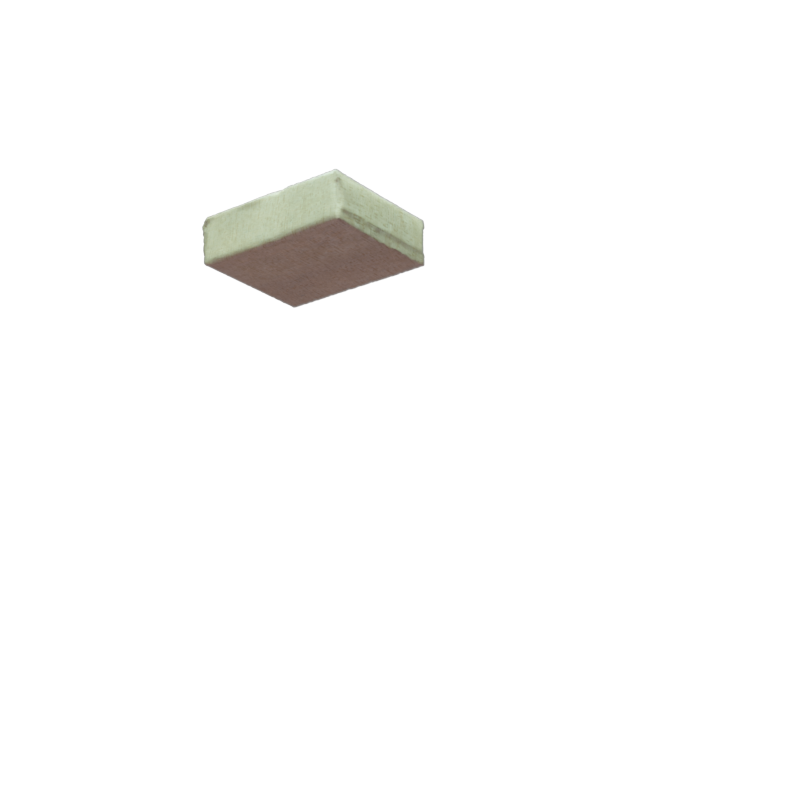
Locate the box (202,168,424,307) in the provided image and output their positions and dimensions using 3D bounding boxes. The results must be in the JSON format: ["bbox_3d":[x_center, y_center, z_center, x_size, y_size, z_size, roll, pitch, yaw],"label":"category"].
[{"bbox_3d":[-0.044,-0.080,0.562,0.091,0.032,0.068,-13,-23,35],"label":"box"}]
